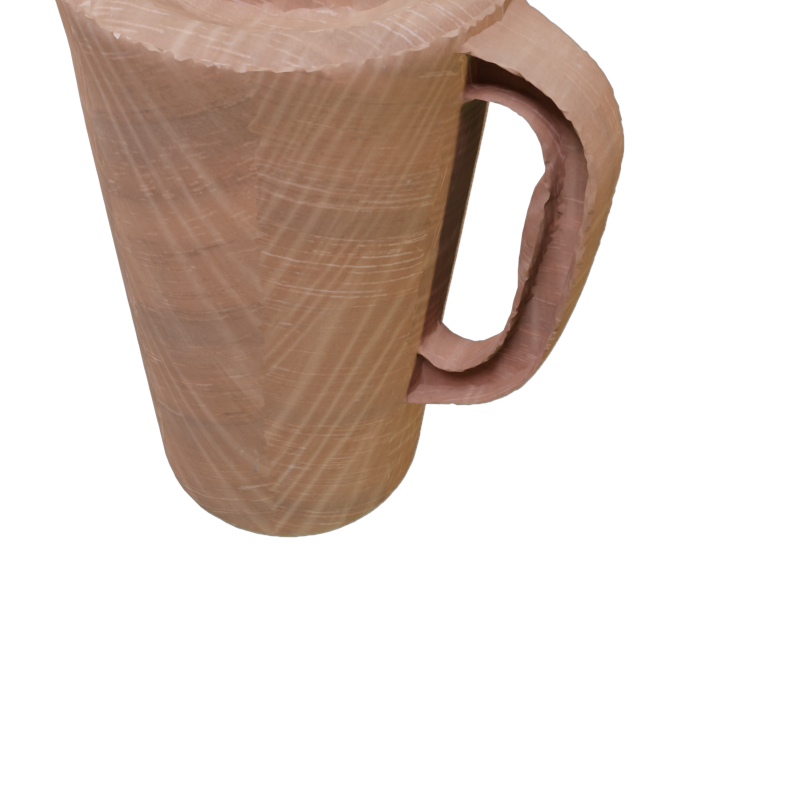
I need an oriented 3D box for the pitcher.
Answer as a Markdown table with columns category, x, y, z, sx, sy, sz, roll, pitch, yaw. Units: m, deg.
| category | x | y | z | sx | sy | sz | roll | pitch | yaw |
| --- | --- | --- | --- | --- | --- | --- | --- | --- | --- |
| pitcher | -0.030 | -0.055 | 0.382 | 0.143 | 0.161 | 0.226 | -9 | -41 | -11 |
